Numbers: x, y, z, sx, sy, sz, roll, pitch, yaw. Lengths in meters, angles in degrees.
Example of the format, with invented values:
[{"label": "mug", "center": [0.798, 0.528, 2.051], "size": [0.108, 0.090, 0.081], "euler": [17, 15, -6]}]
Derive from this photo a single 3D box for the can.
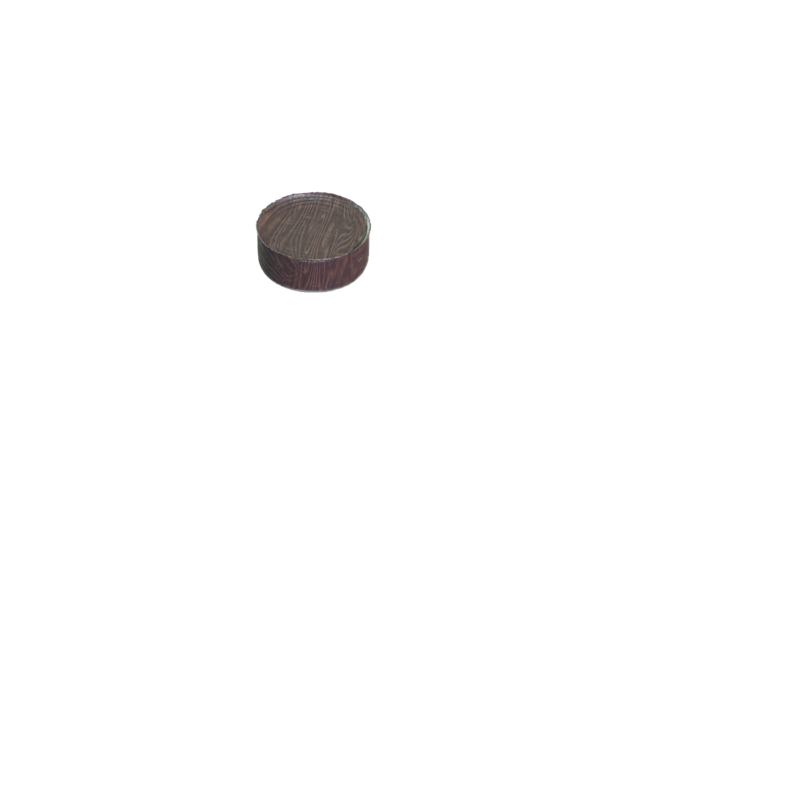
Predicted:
[{"label": "can", "center": [-0.065, -0.119, 0.834], "size": [0.086, 0.031, 0.092], "euler": [-1, 42, -2]}]
